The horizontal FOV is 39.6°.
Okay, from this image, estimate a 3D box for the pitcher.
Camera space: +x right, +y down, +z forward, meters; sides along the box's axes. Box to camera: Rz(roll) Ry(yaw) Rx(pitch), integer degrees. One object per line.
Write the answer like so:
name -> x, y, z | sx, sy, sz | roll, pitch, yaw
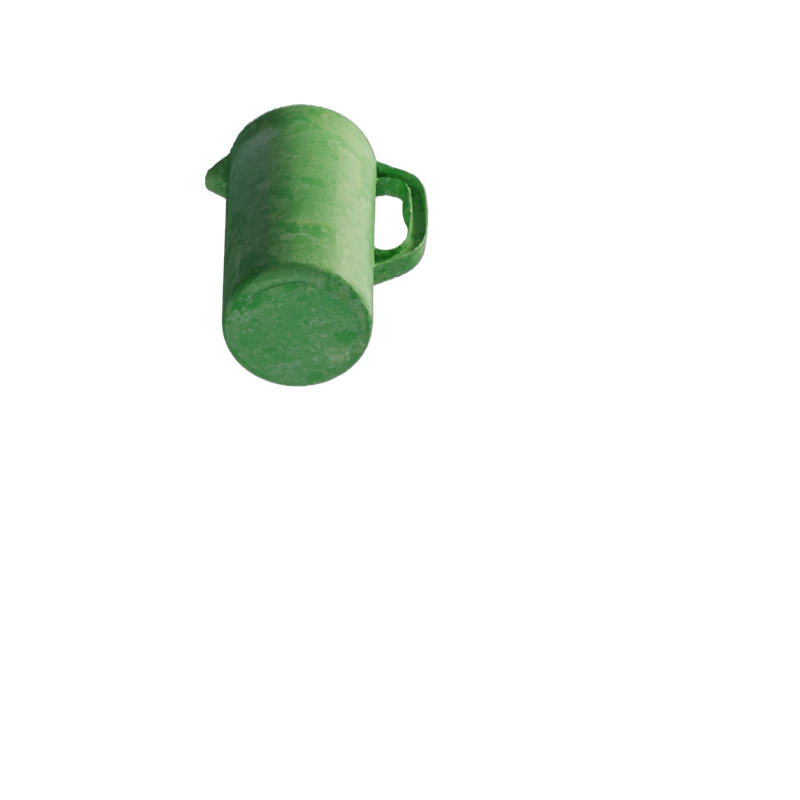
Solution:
pitcher -> -0.069, -0.126, 0.880 | 0.148, 0.260, 0.136 | -35, -58, 22
